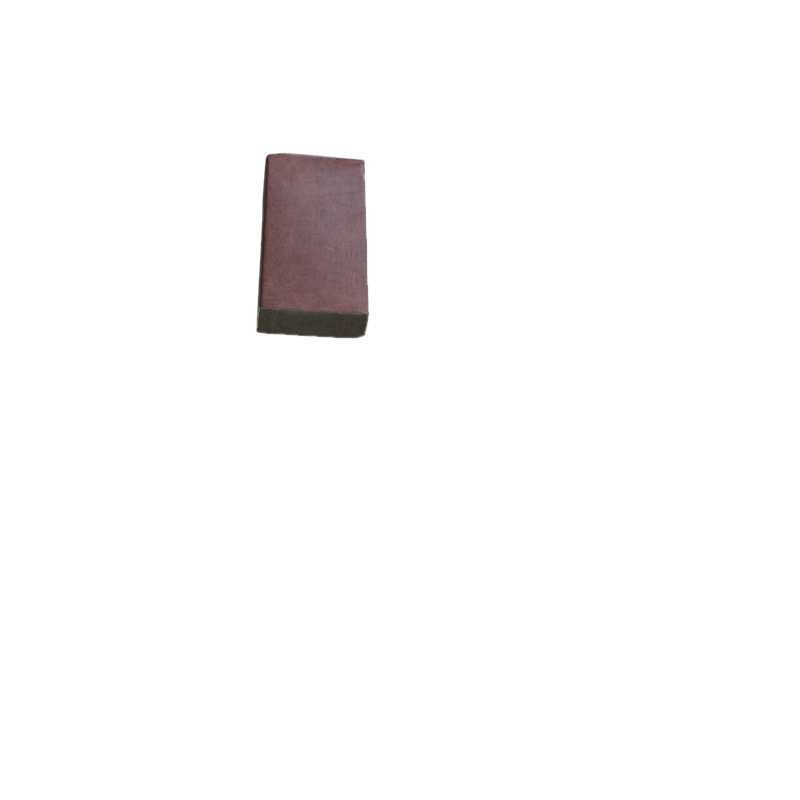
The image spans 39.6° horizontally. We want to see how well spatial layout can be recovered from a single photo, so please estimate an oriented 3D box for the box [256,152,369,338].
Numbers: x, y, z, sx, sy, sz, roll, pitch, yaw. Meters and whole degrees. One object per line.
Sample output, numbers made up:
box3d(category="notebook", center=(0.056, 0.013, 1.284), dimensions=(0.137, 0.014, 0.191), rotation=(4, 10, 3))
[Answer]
box3d(category="box", center=(-0.076, -0.139, 0.971), dimensions=(0.092, 0.188, 0.045), rotation=(2, -34, -7))
